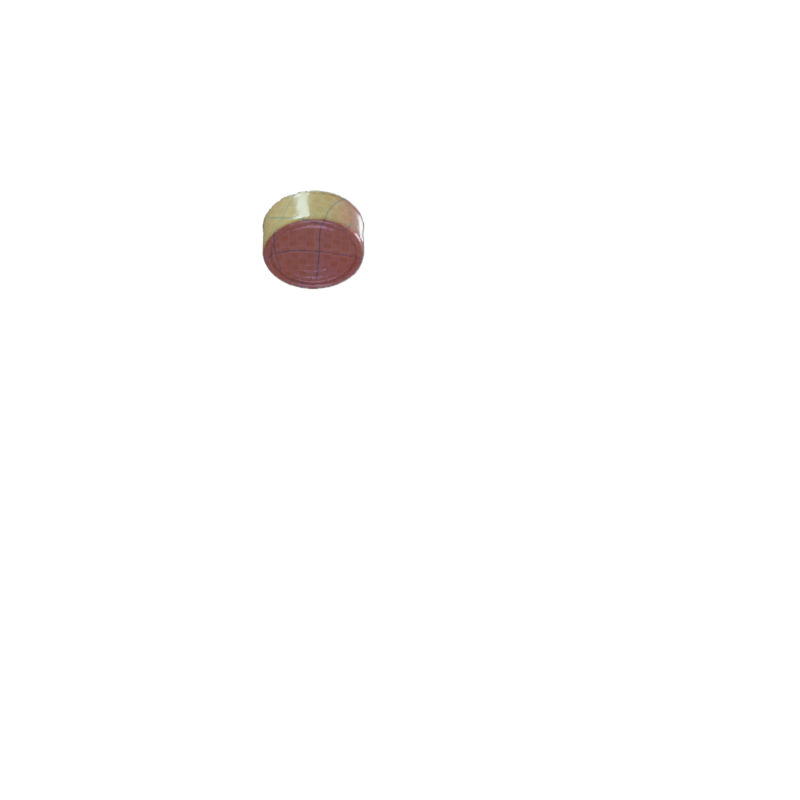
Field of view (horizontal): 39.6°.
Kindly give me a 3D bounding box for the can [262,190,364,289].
[{"bbox_3d":[-0.072,-0.132,0.923,0.086,0.036,0.080,1,-41,-1],"label":"can"}]
